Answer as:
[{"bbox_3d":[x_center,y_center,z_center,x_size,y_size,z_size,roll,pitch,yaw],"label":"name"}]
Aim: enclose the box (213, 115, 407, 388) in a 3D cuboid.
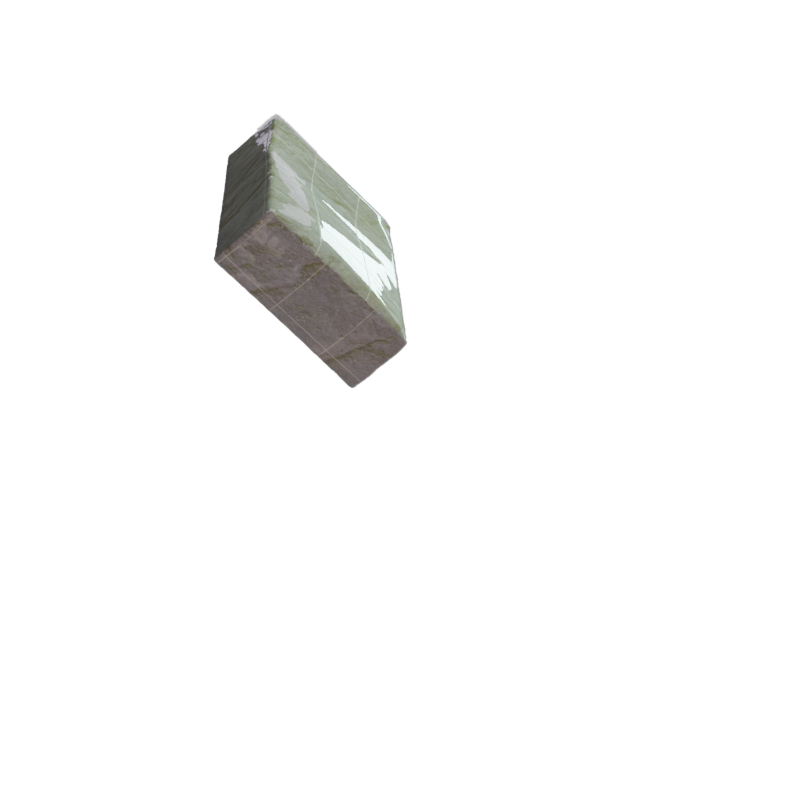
[{"bbox_3d":[-0.075,-0.136,0.954,0.071,0.156,0.228,-39,26,19],"label":"box"}]
